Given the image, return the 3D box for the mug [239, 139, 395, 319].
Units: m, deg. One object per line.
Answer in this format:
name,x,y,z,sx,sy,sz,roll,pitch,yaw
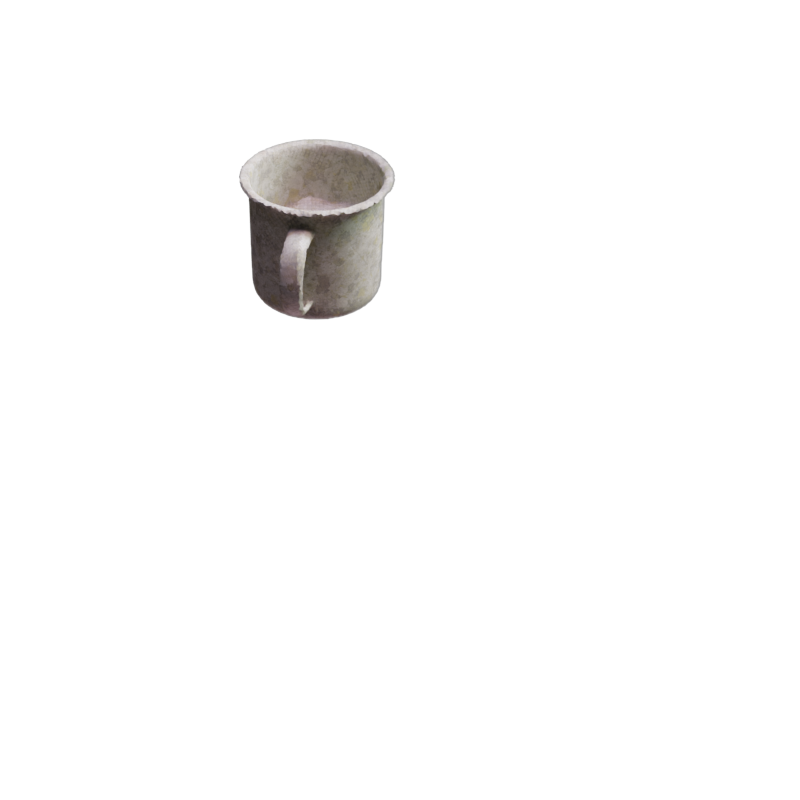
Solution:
mug,-0.053,-0.096,0.673,0.094,0.076,0.124,5,37,5
